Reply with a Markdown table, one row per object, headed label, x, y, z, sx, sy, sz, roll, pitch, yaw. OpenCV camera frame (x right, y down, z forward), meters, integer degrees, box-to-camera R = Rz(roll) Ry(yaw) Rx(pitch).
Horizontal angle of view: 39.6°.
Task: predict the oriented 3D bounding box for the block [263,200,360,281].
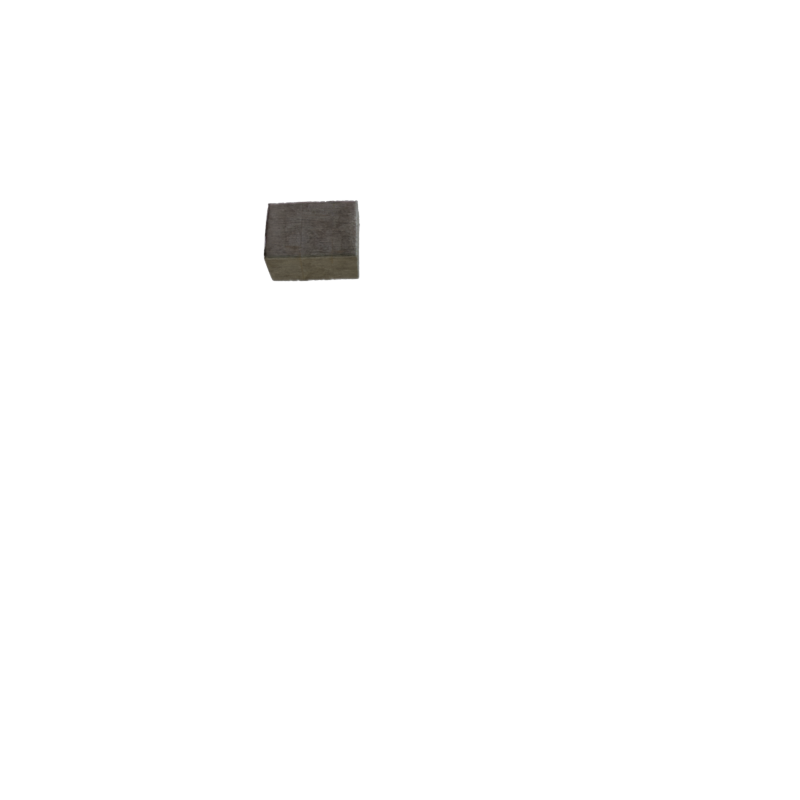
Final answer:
| label | x | y | z | sx | sy | sz | roll | pitch | yaw |
| --- | --- | --- | --- | --- | --- | --- | --- | --- | --- |
| block | -0.073 | -0.133 | 0.935 | 0.078 | 0.054 | 0.050 | -1 | -20 | 2 |
